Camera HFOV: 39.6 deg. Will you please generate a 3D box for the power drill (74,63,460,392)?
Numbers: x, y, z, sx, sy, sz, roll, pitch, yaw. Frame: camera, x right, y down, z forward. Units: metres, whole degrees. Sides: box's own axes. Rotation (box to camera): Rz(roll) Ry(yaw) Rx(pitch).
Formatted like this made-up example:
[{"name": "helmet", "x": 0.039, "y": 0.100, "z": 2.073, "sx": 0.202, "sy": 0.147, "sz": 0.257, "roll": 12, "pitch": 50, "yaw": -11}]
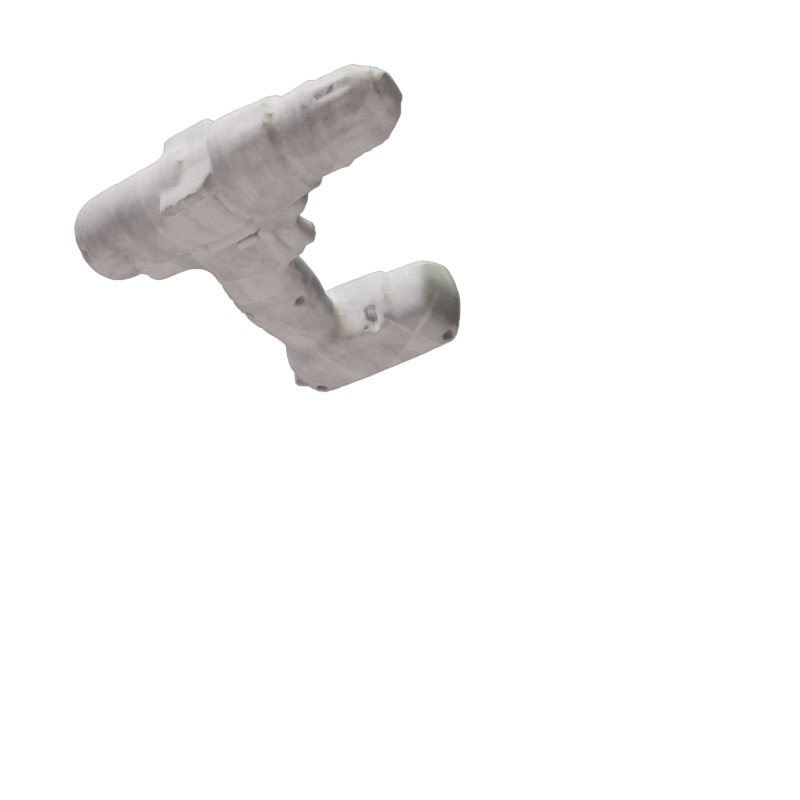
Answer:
[{"name": "power drill", "x": -0.045, "y": -0.083, "z": 0.578, "sx": 0.186, "sy": 0.061, "sz": 0.174, "roll": -20, "pitch": -39, "yaw": 27}]
